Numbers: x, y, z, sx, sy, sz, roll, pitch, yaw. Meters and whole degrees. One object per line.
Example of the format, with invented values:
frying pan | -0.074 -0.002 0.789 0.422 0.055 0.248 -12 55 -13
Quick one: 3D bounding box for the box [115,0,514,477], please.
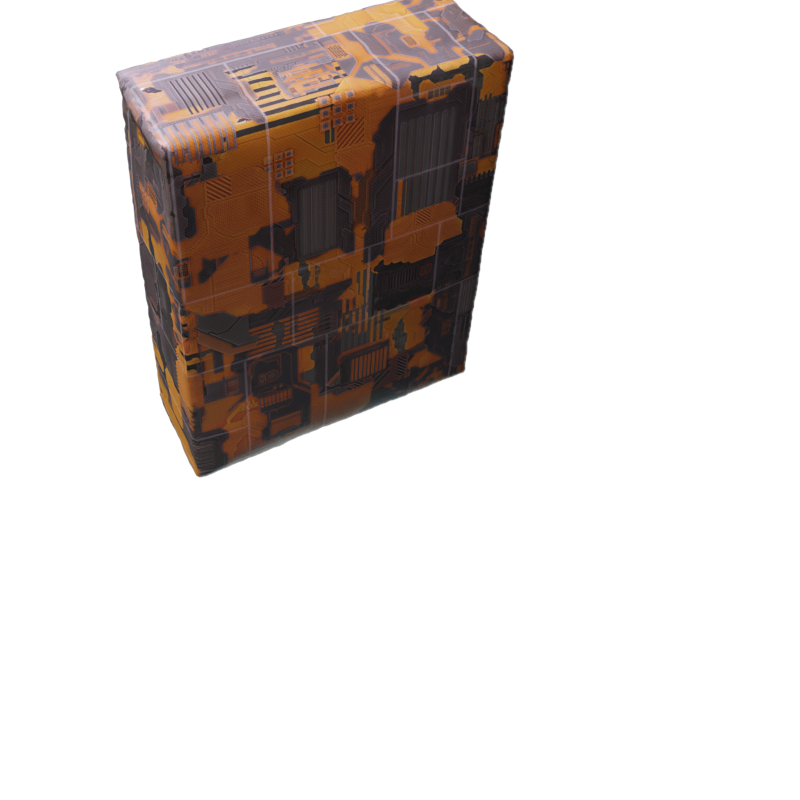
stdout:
box | -0.042 -0.077 0.542 0.163 0.199 0.078 -20 50 -21
